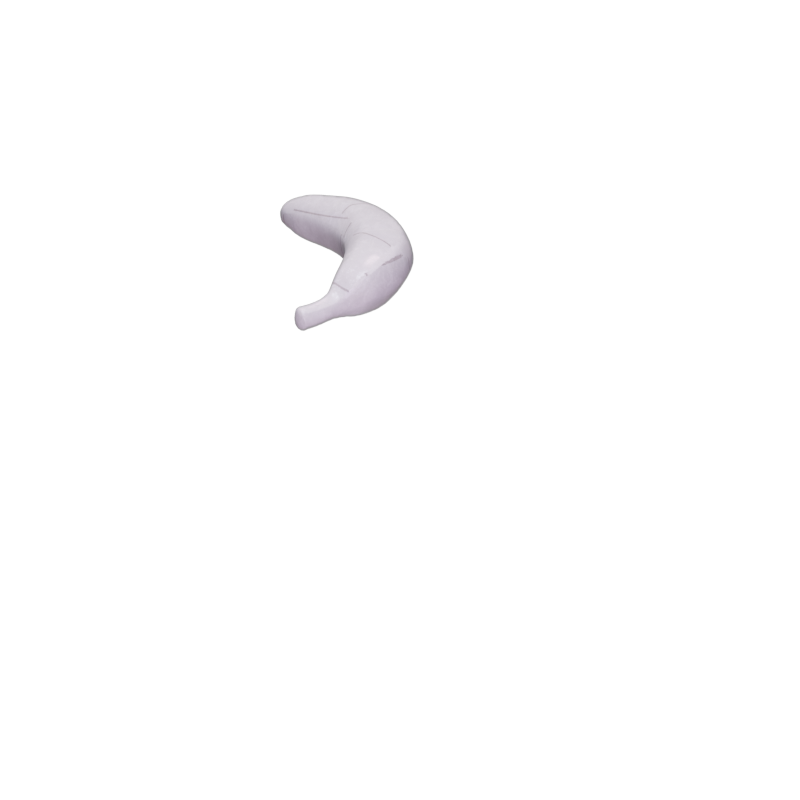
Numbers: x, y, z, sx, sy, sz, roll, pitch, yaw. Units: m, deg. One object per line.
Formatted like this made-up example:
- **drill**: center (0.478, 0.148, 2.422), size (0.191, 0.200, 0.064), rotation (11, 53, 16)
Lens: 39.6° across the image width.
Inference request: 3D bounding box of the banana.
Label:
- **banana**: center (-0.031, -0.090, 0.634), size (0.069, 0.035, 0.208), rotation (-2, 23, -7)
